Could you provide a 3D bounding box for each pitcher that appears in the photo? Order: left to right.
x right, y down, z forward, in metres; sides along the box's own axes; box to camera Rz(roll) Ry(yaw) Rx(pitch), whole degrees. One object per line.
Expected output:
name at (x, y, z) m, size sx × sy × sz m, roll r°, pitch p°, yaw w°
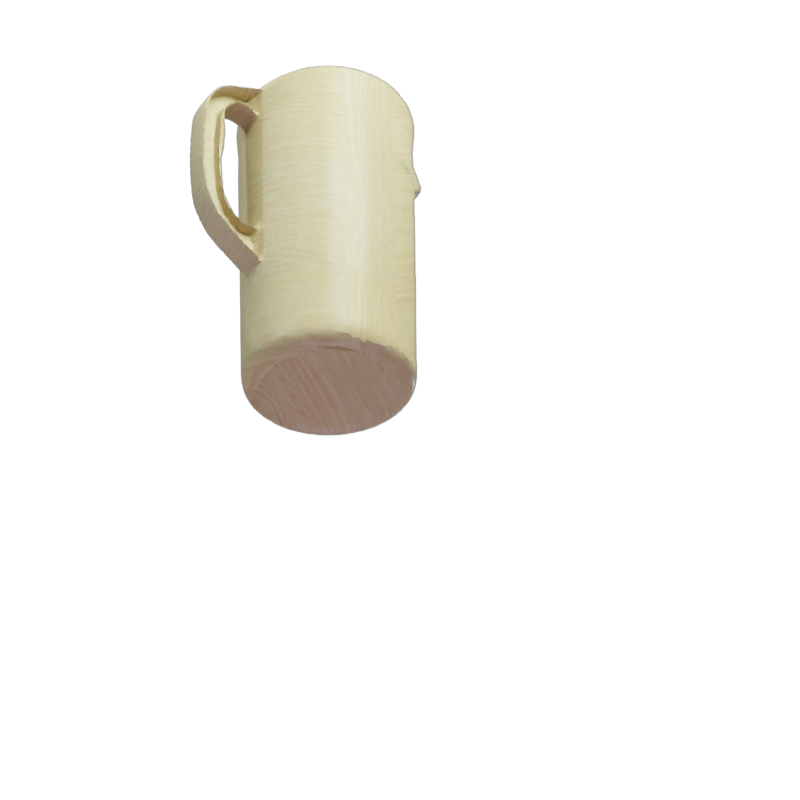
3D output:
pitcher at (-0.059, -0.107, 0.749) m, size 0.150 × 0.261 × 0.134 m, roll -7°, pitch -40°, yaw 5°
